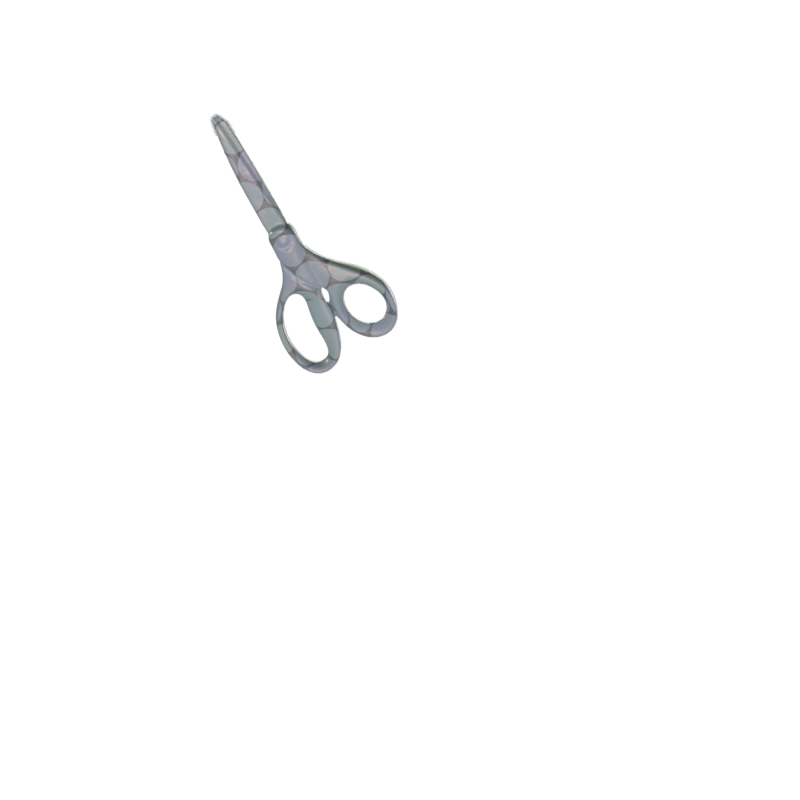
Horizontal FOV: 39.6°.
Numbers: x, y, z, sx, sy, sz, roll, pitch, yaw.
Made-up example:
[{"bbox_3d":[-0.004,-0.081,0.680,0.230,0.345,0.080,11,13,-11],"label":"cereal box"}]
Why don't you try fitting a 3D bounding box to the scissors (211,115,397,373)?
[{"bbox_3d":[-0.060,-0.109,0.763,0.096,0.190,0.017,-9,25,4],"label":"scissors"}]
